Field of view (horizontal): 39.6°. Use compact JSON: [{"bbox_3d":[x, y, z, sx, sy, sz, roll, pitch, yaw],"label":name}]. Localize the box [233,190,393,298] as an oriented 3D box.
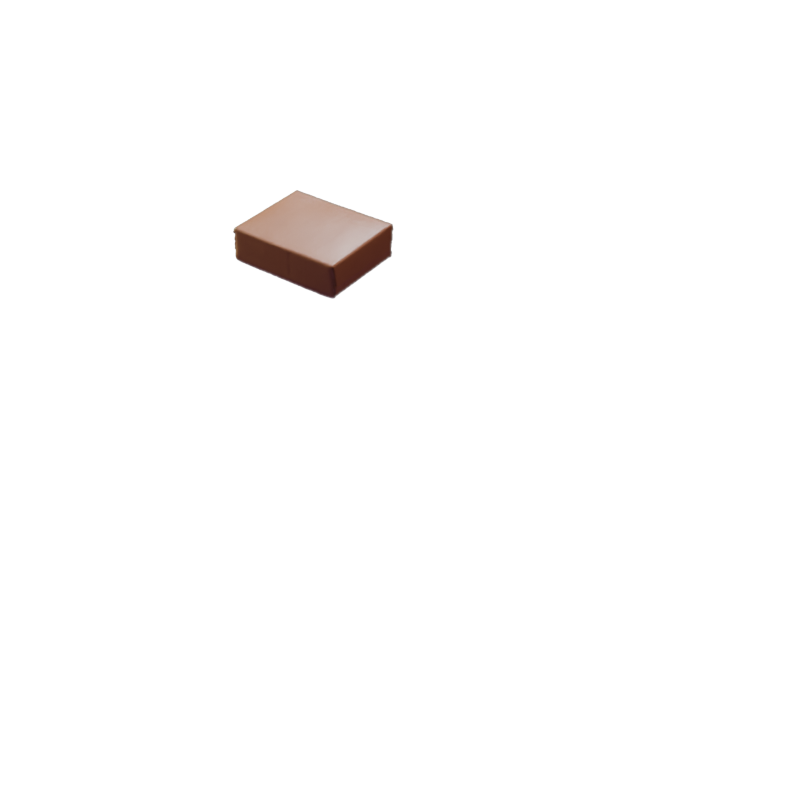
[{"bbox_3d":[-0.077,-0.140,0.980,0.120,0.036,0.091,25,44,28],"label":"box"}]
